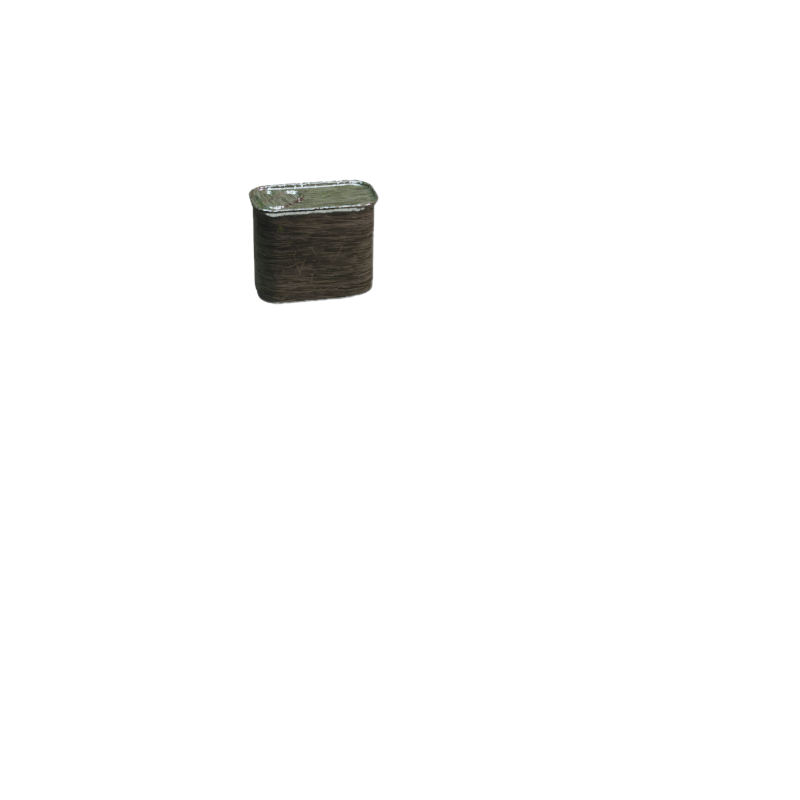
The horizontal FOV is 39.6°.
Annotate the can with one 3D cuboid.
[{"bbox_3d":[-0.071,-0.129,0.904,0.101,0.079,0.061,-5,28,-11],"label":"can"}]
